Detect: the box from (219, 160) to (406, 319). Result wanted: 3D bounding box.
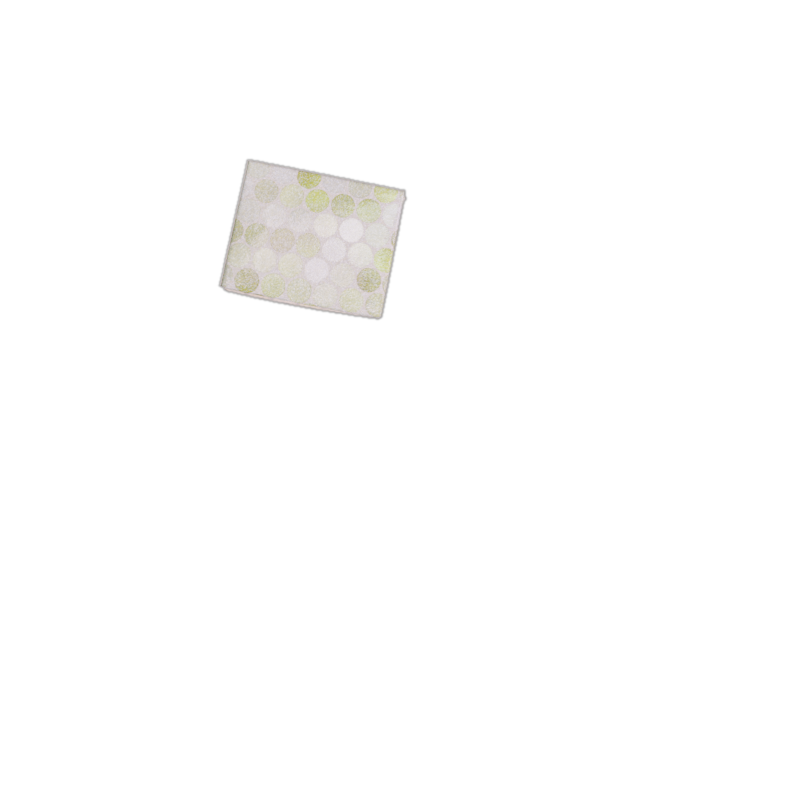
[{"bbox_3d":[-0.060,-0.108,0.760,0.114,0.091,0.038,11,-7,1],"label":"box"}]
